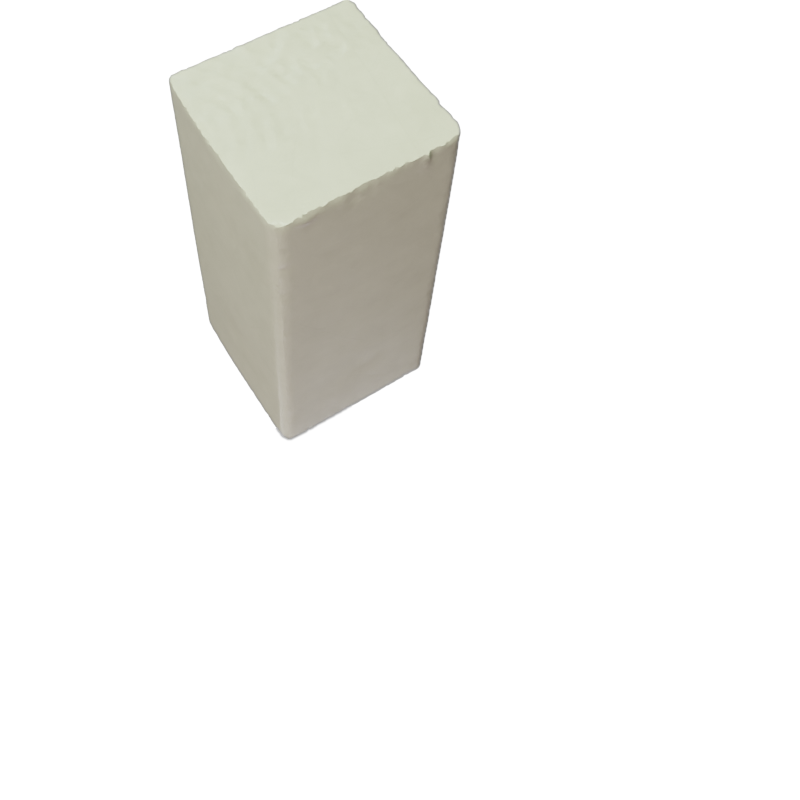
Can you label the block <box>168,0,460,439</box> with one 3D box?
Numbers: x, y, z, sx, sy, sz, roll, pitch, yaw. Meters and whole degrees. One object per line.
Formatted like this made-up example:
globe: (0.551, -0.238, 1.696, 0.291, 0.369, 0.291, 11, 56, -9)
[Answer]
block: (-0.041, -0.075, 0.530, 0.090, 0.096, 0.194, -28, -22, -17)
